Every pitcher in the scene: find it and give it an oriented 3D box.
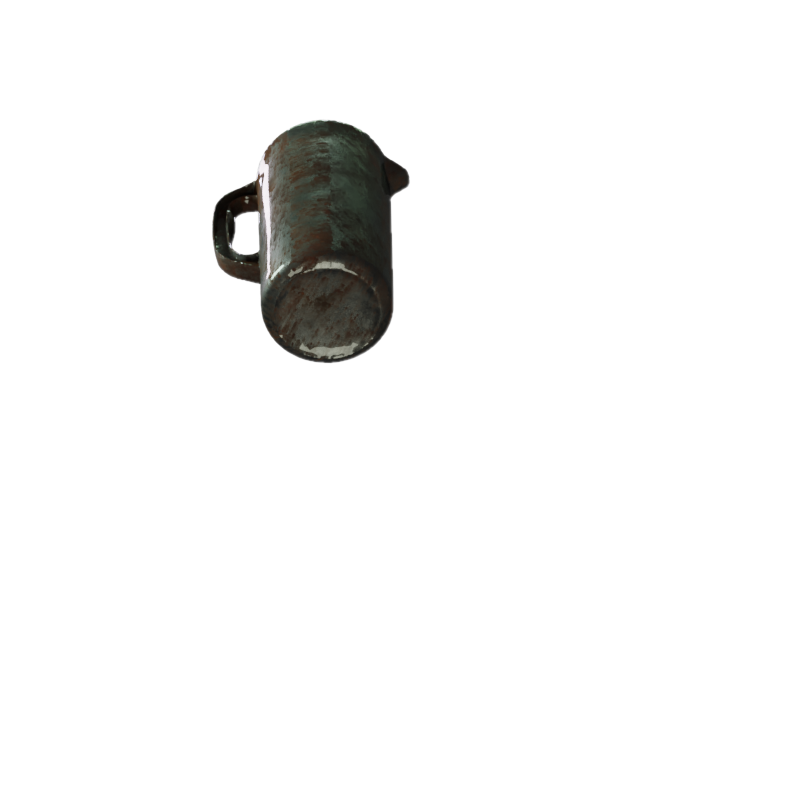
[{"bbox_3d":[-0.078,-0.142,0.992,0.138,0.146,0.259,32,27,-23],"label":"pitcher"}]
